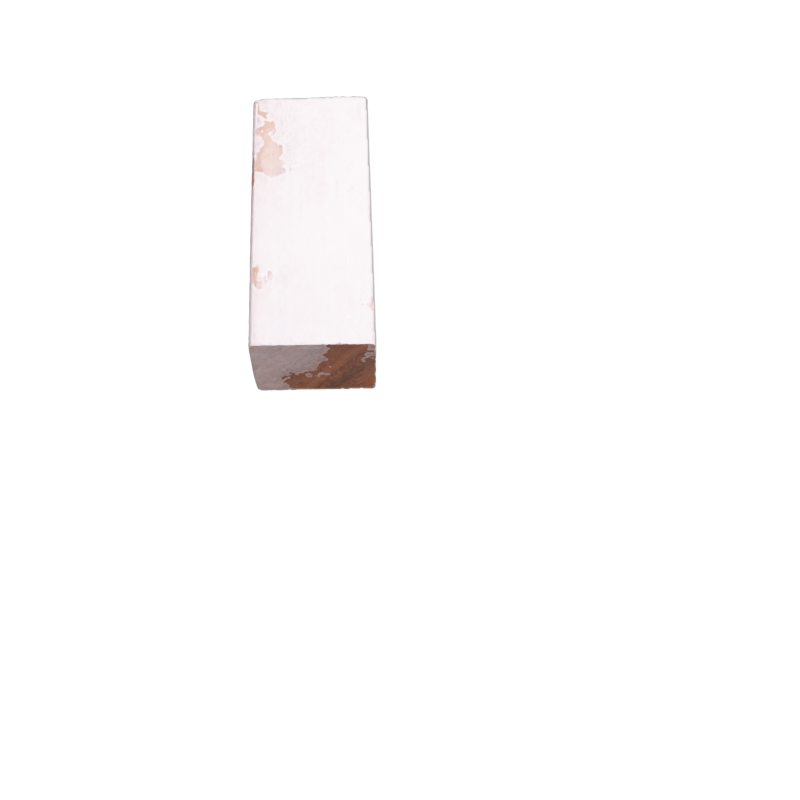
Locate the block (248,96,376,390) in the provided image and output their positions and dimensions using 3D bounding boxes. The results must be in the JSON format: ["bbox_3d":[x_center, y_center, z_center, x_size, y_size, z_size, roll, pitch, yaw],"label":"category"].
[{"bbox_3d":[-0.066,-0.121,0.843,0.091,0.218,0.085,-2,-26,0],"label":"block"}]
